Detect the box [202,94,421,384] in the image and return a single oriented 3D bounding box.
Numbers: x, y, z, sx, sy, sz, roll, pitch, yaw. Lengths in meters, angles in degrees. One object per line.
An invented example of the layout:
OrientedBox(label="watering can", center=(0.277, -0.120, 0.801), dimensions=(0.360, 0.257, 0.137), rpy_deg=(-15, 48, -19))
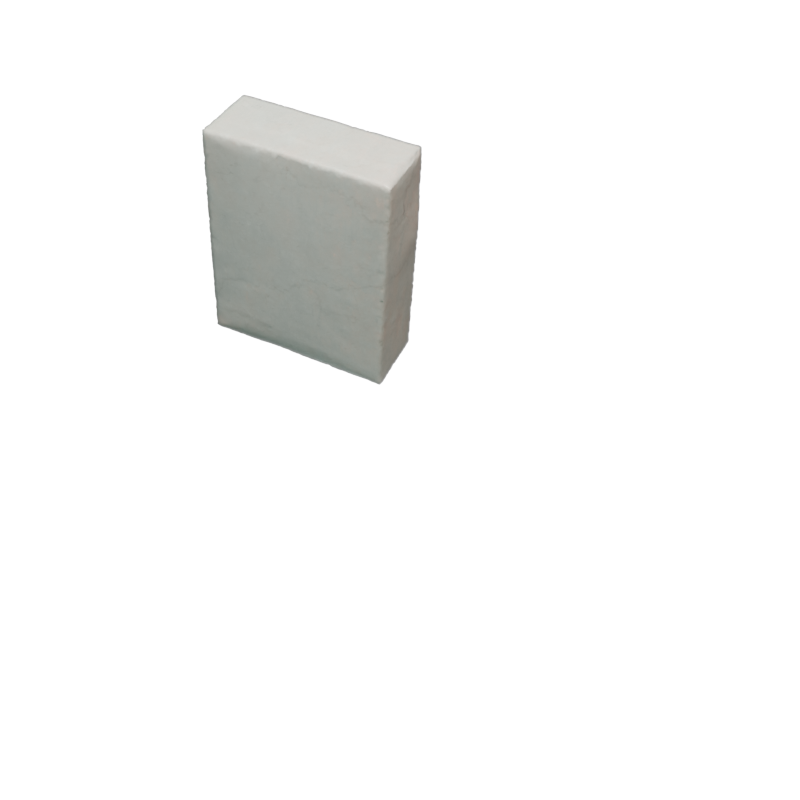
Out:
OrientedBox(label="box", center=(-0.072, -0.131, 0.920), dimensions=(0.171, 0.199, 0.074), rpy_deg=(21, 46, 18))
